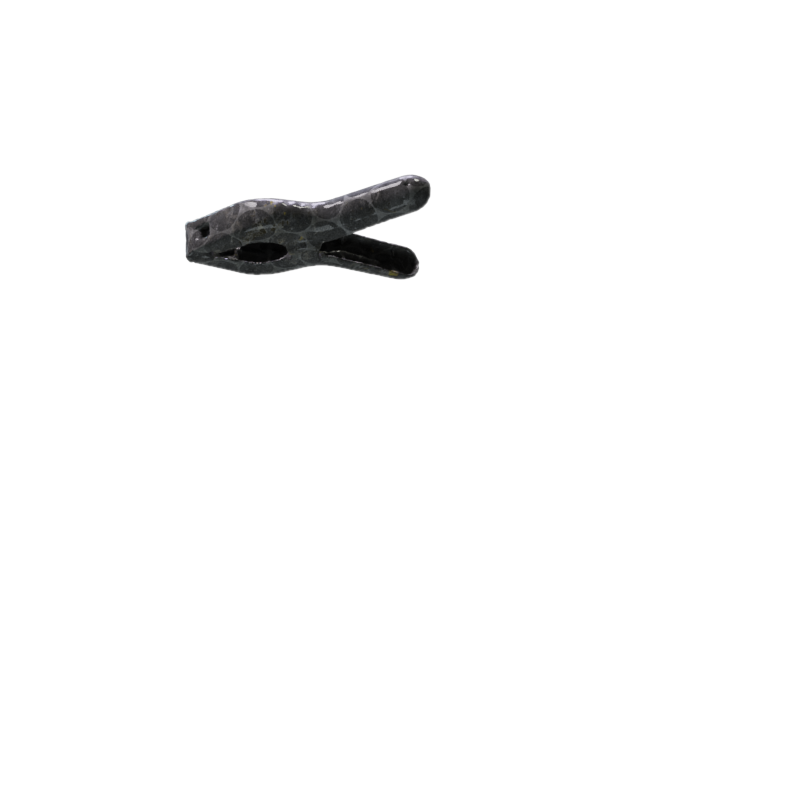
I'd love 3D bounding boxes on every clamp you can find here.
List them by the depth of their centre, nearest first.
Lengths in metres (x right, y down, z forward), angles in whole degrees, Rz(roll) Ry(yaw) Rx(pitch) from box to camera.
[{"bbox_3d":[-0.061,-0.110,0.774,0.173,0.042,0.112,-4,-29,7],"label":"clamp"}]
